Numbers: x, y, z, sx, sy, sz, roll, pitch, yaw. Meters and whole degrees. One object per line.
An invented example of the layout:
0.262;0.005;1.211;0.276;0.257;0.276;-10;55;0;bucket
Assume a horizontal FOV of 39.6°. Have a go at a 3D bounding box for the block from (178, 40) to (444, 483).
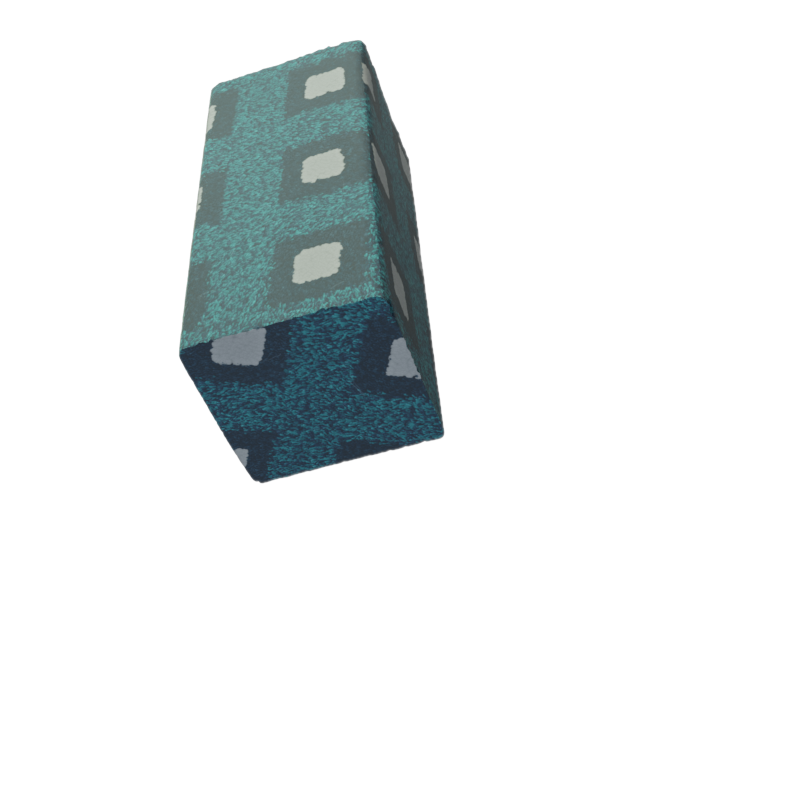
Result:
-0.043;-0.077;0.538;0.091;0.083;0.221;-16;42;11;block
